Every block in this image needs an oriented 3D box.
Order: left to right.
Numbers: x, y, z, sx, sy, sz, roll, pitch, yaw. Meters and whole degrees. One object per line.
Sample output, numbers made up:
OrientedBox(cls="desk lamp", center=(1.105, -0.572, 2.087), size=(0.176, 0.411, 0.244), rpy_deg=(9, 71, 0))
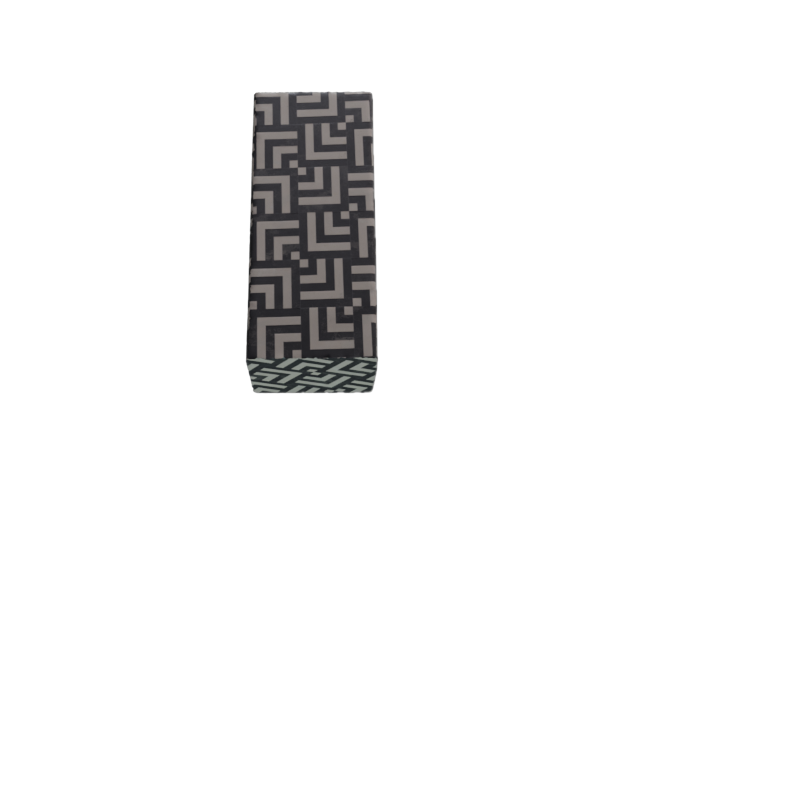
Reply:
OrientedBox(cls="block", center=(-0.064, -0.117, 0.820), size=(0.091, 0.217, 0.086), rpy_deg=(-1, -21, -2))
